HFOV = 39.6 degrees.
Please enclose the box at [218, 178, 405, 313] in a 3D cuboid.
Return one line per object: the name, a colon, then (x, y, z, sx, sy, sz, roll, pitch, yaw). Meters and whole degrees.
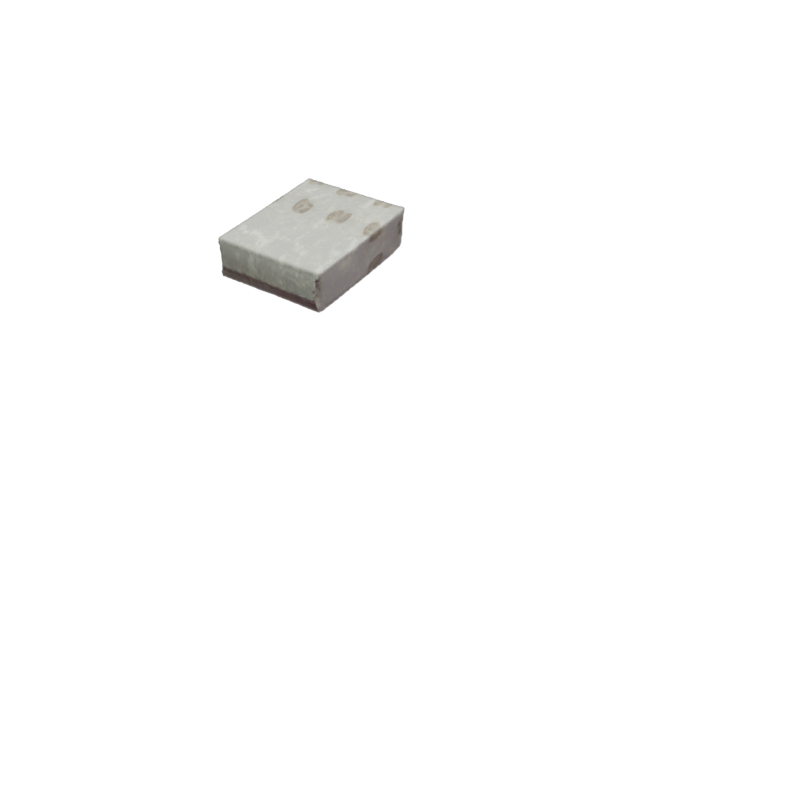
box: (-0.063, -0.116, 0.812, 0.095, 0.036, 0.115, 21, 40, 27)
